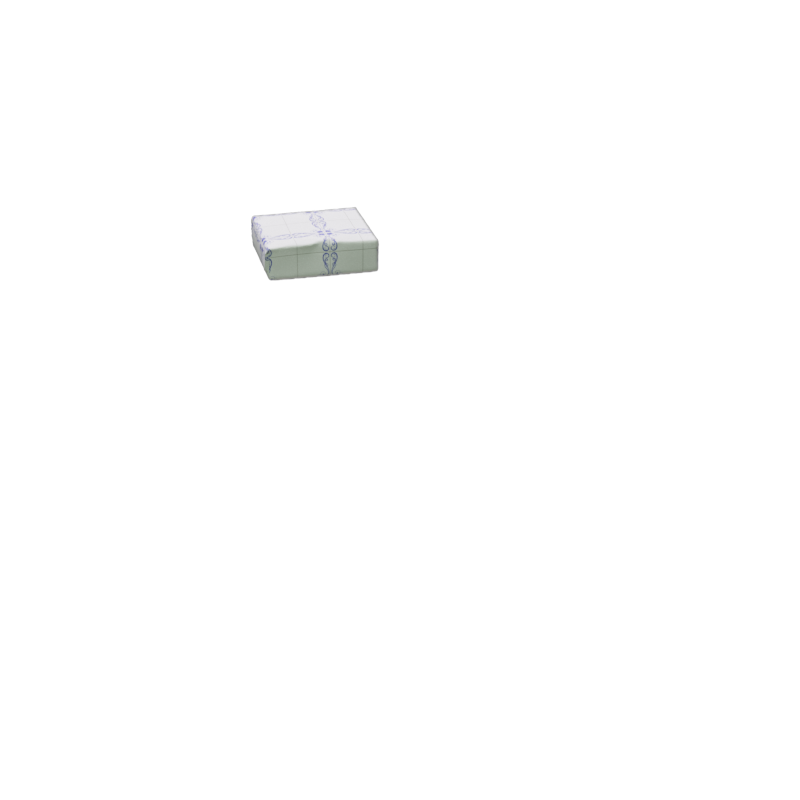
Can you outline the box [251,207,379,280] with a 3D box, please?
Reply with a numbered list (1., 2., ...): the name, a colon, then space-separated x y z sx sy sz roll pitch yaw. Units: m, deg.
1. box: -0.068 -0.124 0.871 0.088 0.029 0.078 -6 29 -12
